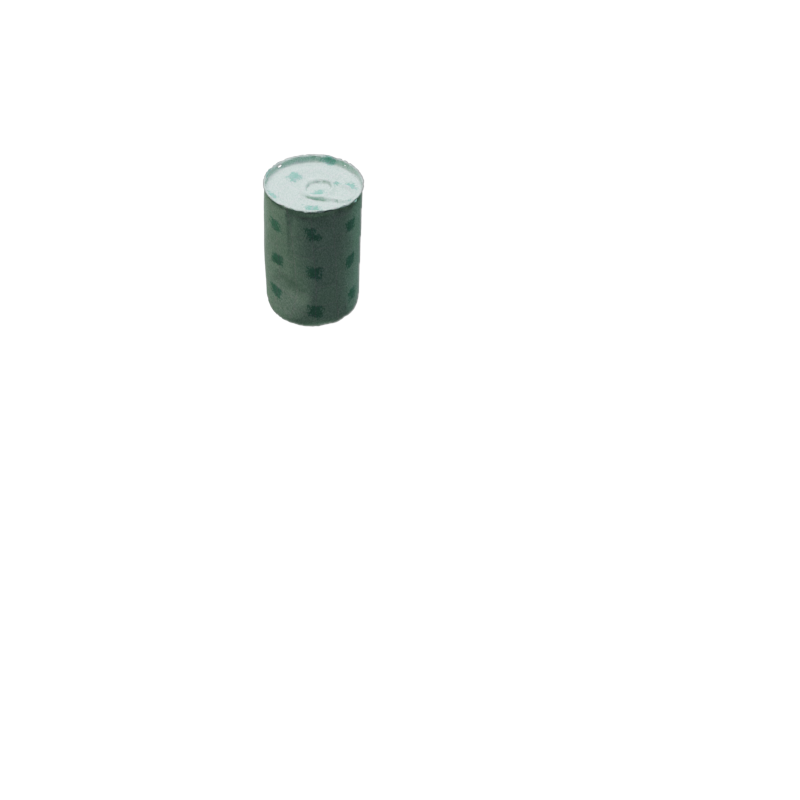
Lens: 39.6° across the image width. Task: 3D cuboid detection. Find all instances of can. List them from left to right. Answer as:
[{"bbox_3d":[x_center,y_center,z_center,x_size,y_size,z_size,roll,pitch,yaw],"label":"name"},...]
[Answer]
[{"bbox_3d":[-0.060,-0.110,0.772,0.068,0.095,0.073,0,41,-3],"label":"can"}]
